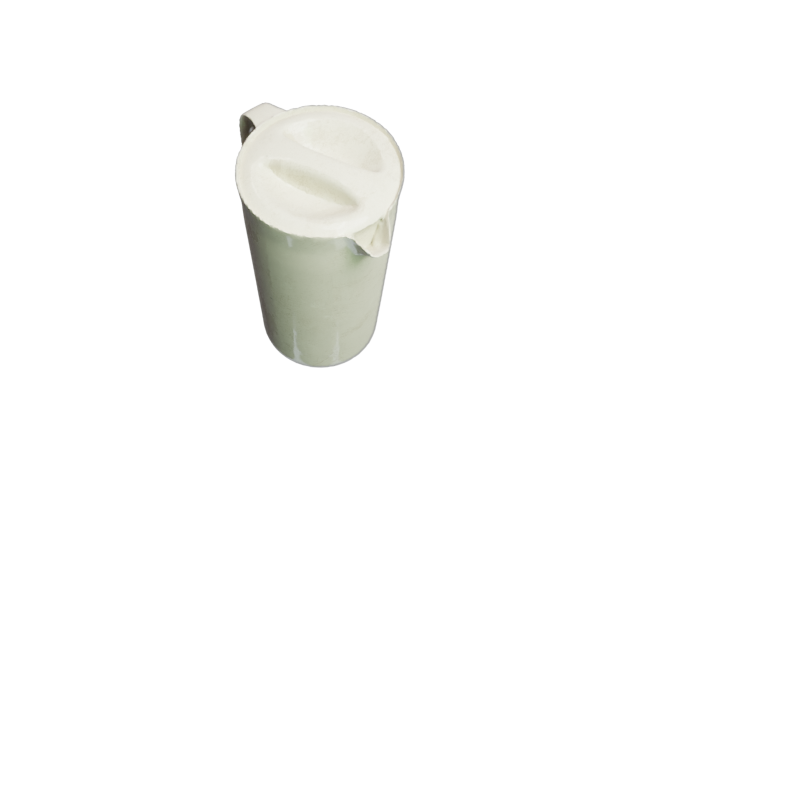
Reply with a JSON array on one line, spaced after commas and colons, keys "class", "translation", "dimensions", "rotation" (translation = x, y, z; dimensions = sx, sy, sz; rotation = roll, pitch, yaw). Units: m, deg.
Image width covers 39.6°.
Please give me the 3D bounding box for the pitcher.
[{"class": "pitcher", "translation": [-0.075, -0.138, 0.964], "dimensions": [0.146, 0.158, 0.228], "rotation": [7, -30, 1]}]
